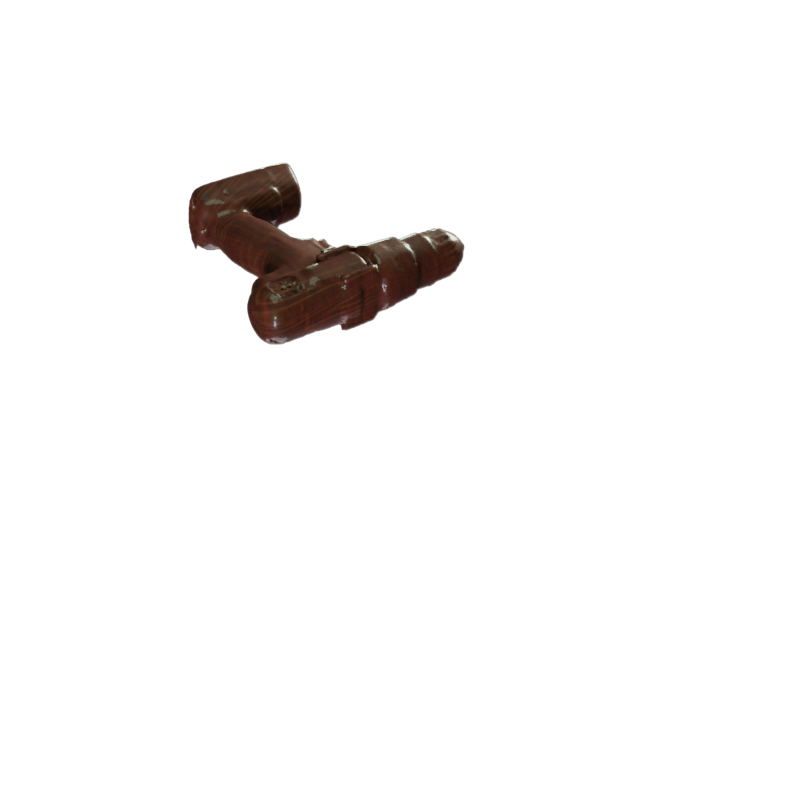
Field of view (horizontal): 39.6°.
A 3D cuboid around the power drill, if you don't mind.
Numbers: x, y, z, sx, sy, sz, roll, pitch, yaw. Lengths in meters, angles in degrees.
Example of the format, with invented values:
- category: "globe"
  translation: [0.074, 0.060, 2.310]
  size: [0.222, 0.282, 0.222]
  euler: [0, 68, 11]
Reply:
- category: "power drill"
  translation: [-0.069, -0.126, 0.879]
  size: [0.182, 0.054, 0.202]
  euler: [-21, 40, -28]
